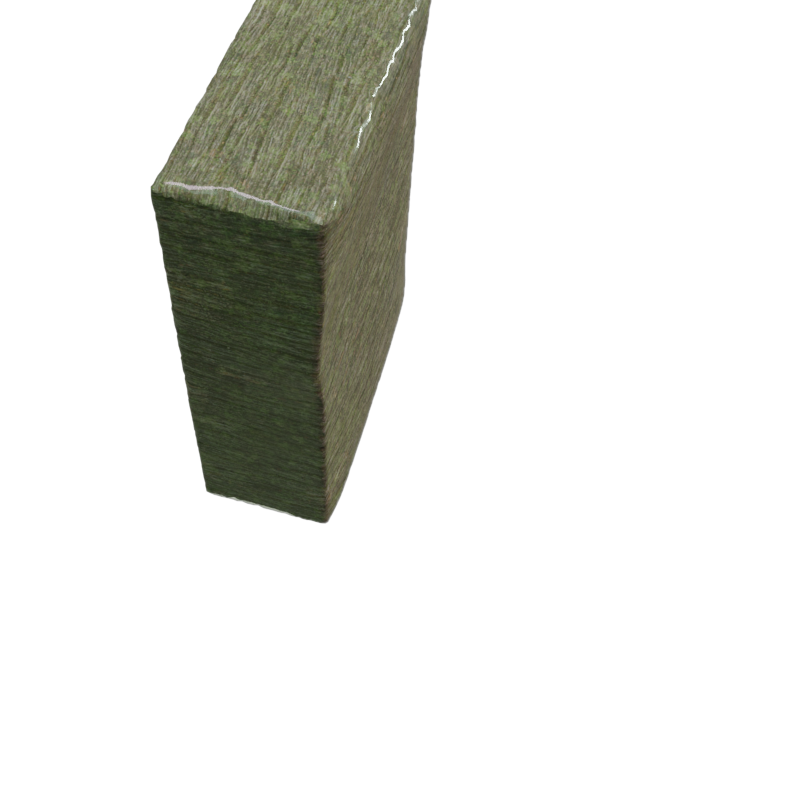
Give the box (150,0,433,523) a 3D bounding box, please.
[{"bbox_3d":[-0.039,-0.071,0.496,0.073,0.173,0.200,13,-36,5],"label":"box"}]
